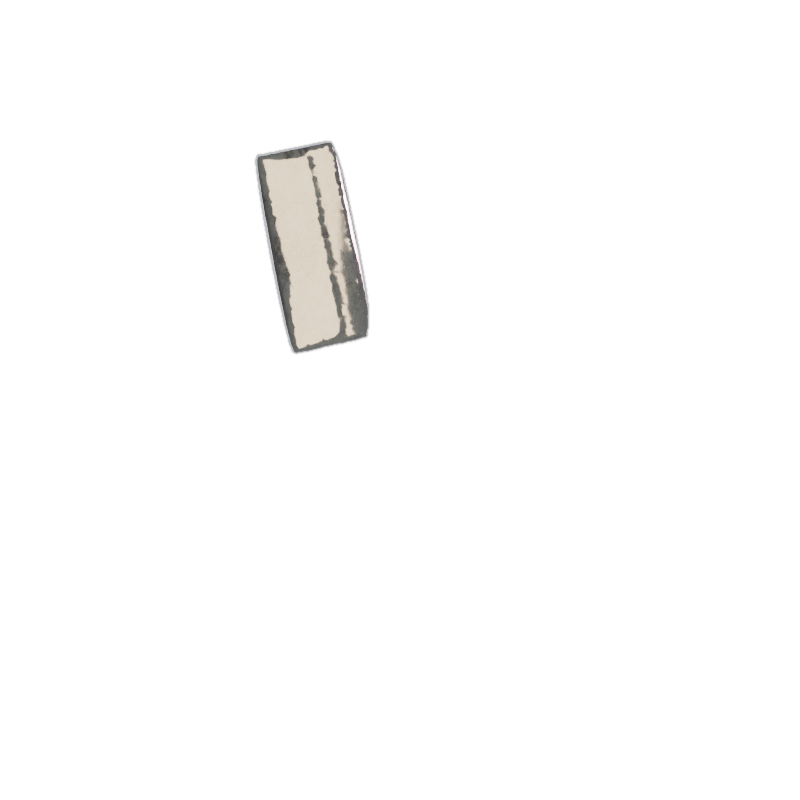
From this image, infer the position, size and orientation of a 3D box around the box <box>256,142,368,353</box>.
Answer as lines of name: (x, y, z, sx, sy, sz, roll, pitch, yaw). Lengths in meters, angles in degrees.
box: (-0.078, -0.142, 0.992, 0.072, 0.162, 0.217, -11, 8, -2)
